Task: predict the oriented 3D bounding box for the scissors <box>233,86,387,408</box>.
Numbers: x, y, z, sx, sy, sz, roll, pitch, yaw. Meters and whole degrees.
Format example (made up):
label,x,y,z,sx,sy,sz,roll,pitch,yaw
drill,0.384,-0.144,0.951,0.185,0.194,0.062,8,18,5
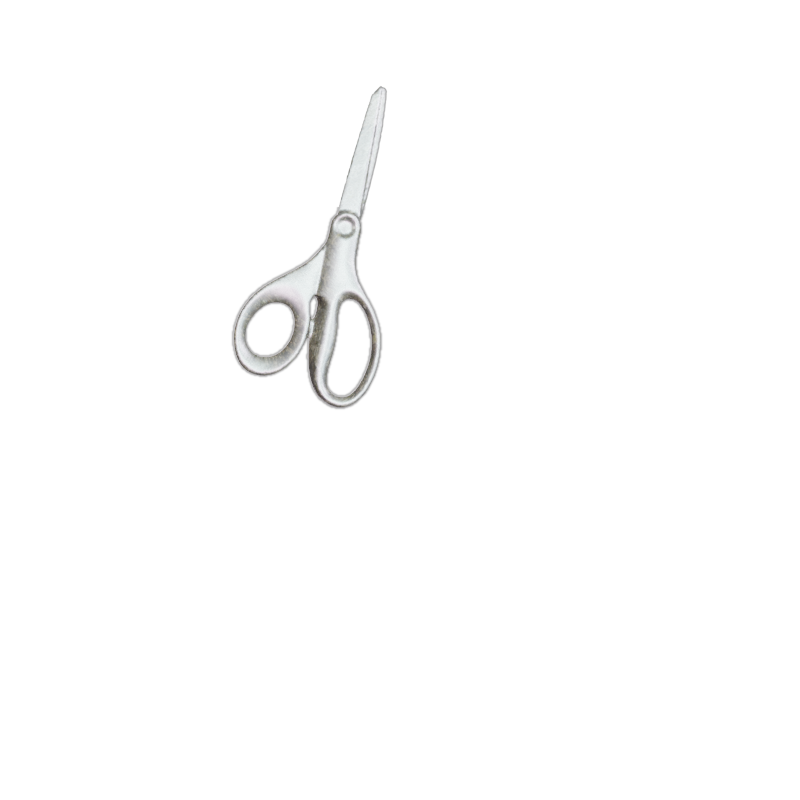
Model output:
label,x,y,z,sx,sy,sz,roll,pitch,yaw
scissors,-0.053,-0.096,0.671,0.096,0.210,0.015,-2,-16,-1
